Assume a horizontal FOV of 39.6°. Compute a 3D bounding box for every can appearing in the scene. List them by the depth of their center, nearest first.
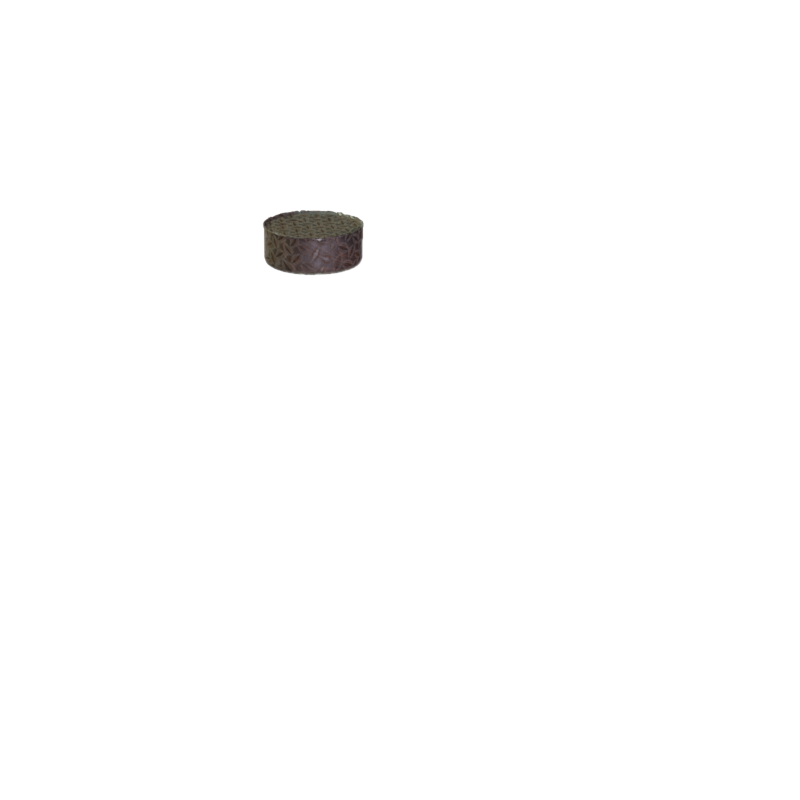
[{"bbox_3d":[-0.074,-0.135,0.945,0.086,0.032,0.090,-1,23,-2],"label":"can"}]
